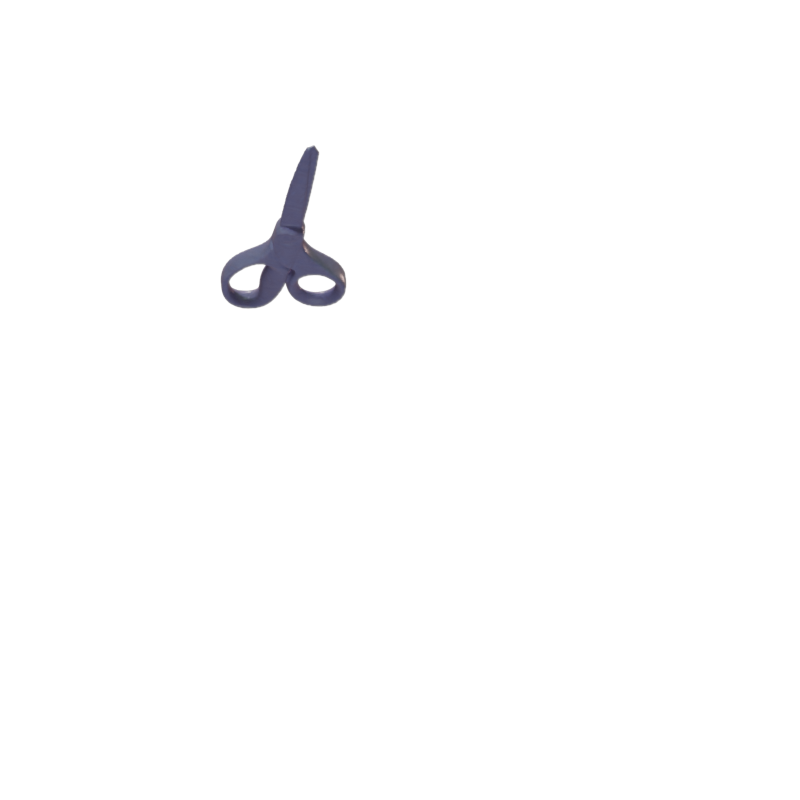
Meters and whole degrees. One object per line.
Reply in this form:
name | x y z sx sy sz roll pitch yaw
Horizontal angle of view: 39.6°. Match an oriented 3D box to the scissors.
scissors | -0.057 -0.103 0.725 0.093 0.017 0.198 11 -25 -25
